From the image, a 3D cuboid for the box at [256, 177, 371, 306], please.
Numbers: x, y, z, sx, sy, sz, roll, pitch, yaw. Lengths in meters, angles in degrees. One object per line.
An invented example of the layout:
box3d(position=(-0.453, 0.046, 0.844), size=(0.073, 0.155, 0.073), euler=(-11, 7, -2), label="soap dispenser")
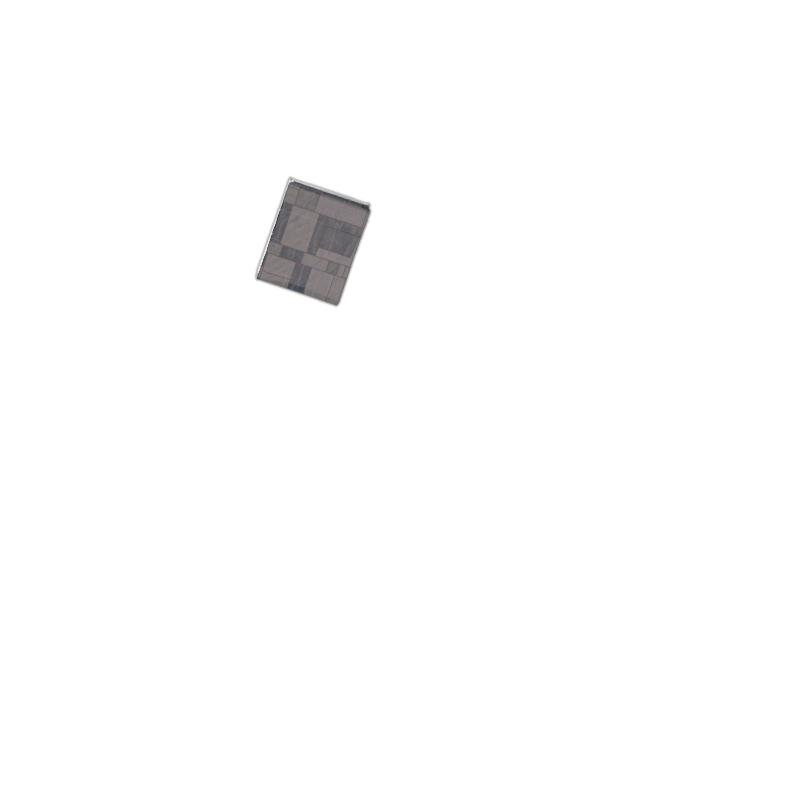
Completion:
box3d(position=(-0.072, -0.132, 0.927), size=(0.072, 0.087, 0.031), euler=(19, 11, -5), label="box")
